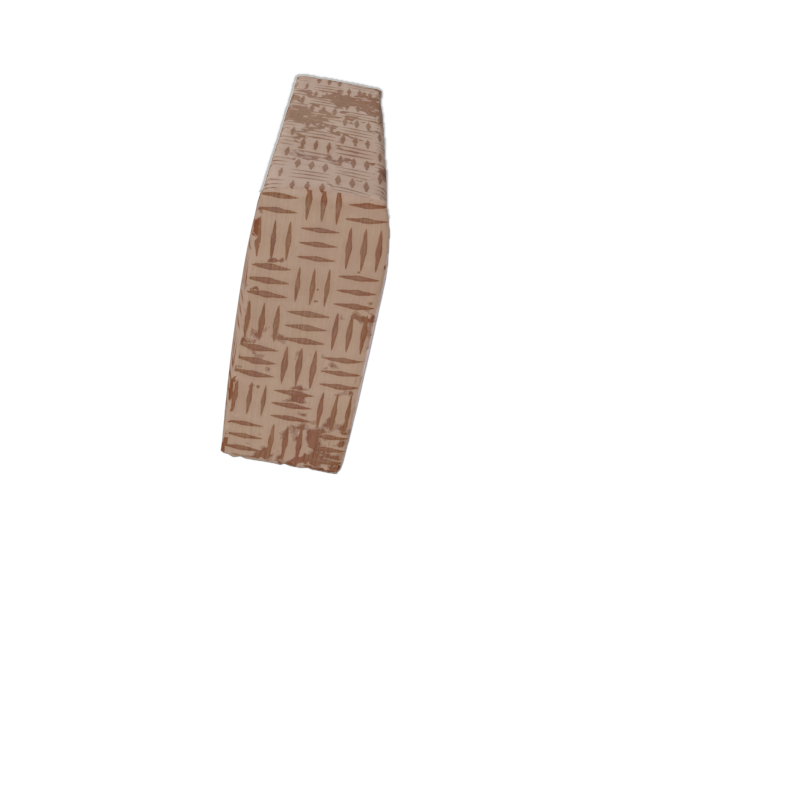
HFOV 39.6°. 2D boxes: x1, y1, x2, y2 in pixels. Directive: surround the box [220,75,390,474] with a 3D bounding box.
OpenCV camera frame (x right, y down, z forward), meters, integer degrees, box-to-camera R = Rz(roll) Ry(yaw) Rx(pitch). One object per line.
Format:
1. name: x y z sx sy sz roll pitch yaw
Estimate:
1. box: -0.033 -0.060 0.420 0.047 0.089 0.186 9 24 -8
